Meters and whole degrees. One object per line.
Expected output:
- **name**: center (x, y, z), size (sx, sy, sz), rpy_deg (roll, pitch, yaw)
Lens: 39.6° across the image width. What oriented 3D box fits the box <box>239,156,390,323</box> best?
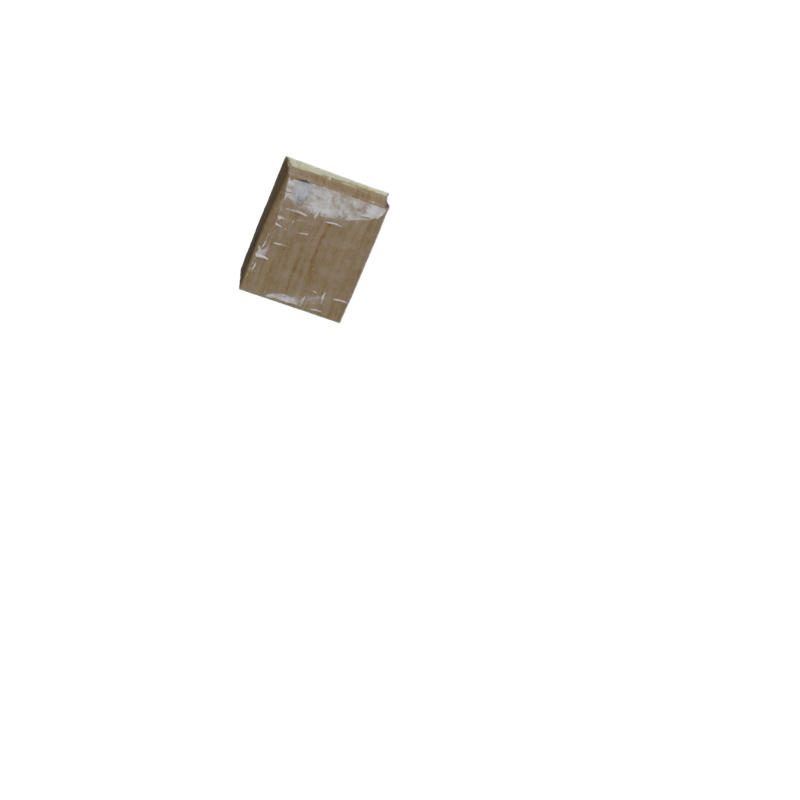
- **box**: center (-0.070, -0.127, 0.890), size (0.088, 0.109, 0.041), rpy_deg (20, 26, -11)
